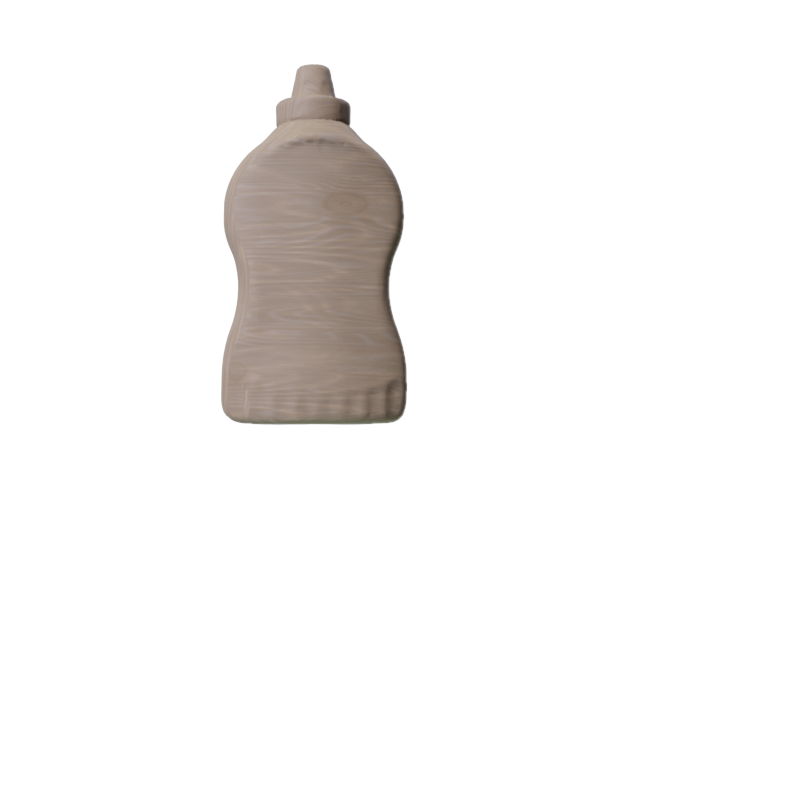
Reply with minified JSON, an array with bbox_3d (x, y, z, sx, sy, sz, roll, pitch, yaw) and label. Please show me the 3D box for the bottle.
[{"bbox_3d":[-0.046,-0.084,0.592,0.095,0.195,0.058,0,-7,-5],"label":"bottle"}]
